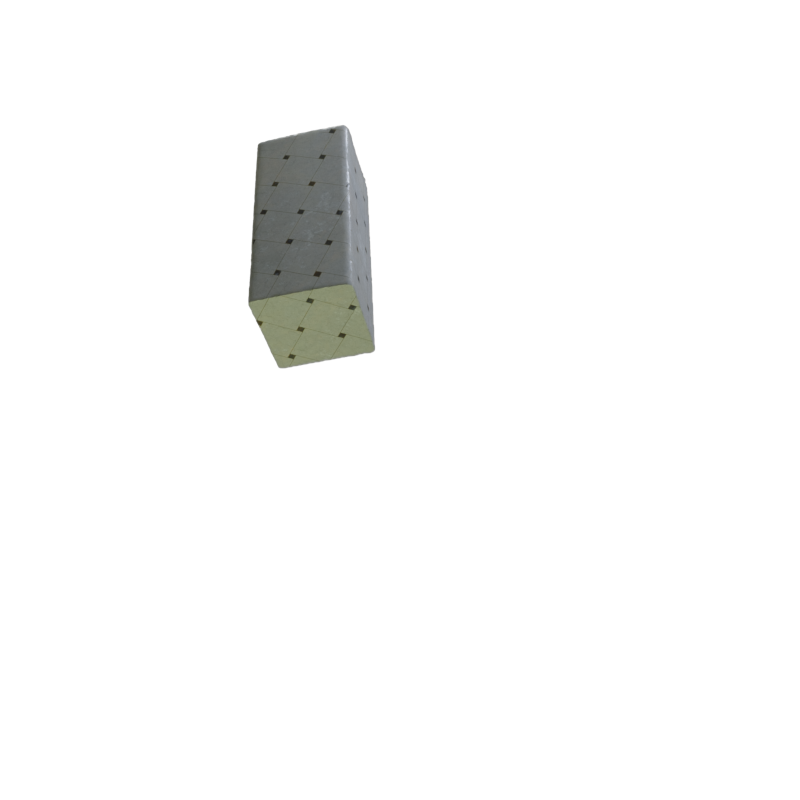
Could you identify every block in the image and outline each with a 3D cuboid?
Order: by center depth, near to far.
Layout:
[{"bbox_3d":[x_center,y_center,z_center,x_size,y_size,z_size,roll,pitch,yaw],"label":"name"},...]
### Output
[{"bbox_3d":[-0.078,-0.143,0.999,0.091,0.221,0.084,-11,-42,8],"label":"block"}]
